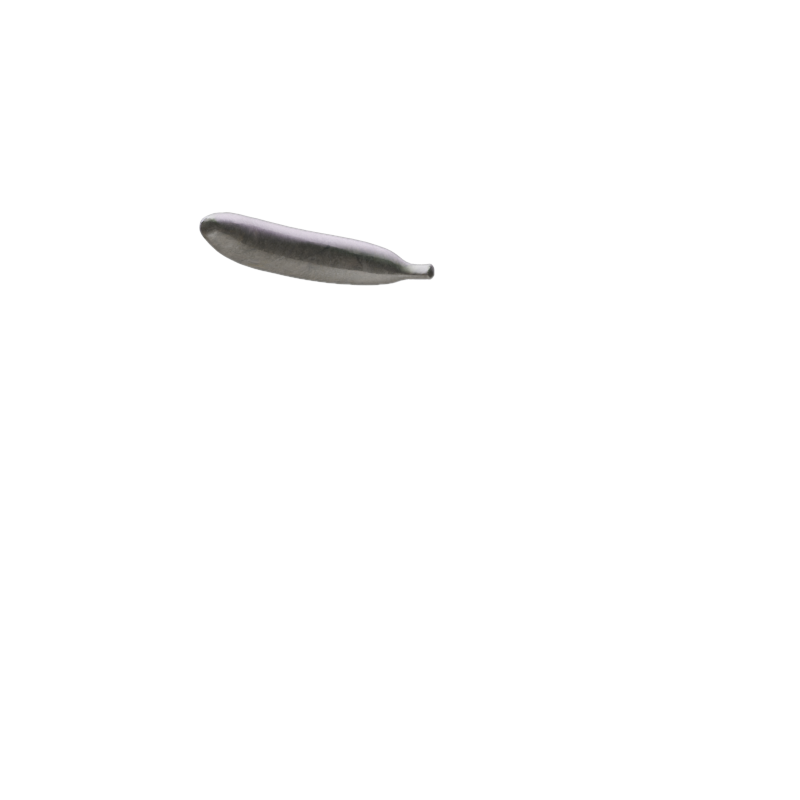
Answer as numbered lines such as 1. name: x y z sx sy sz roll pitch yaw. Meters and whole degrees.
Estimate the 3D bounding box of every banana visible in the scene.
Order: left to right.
1. banana: -0.072 -0.115 0.842 0.190 0.038 0.070 6 -13 -30
